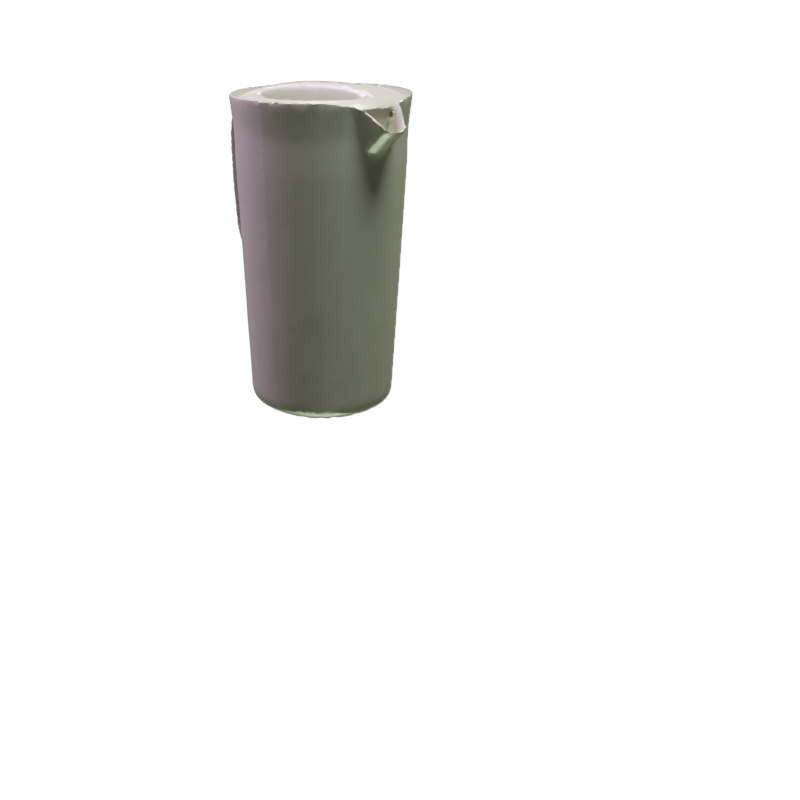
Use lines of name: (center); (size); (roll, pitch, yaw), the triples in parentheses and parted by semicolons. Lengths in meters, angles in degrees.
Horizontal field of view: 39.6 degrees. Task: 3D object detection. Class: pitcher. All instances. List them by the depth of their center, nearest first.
pitcher: (-0.066, -0.120, 0.840); (0.146, 0.234, 0.154); (2, 17, 3)
